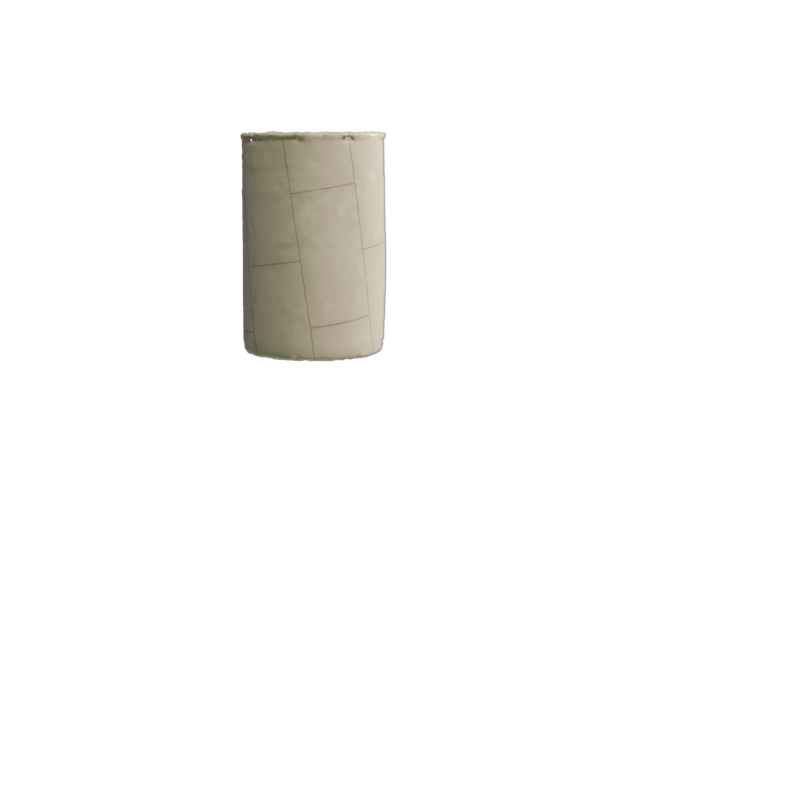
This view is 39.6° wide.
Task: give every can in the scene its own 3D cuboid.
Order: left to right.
[{"bbox_3d":[-0.041,-0.074,0.520,0.068,0.101,0.070,0,7,-2],"label":"can"}]
